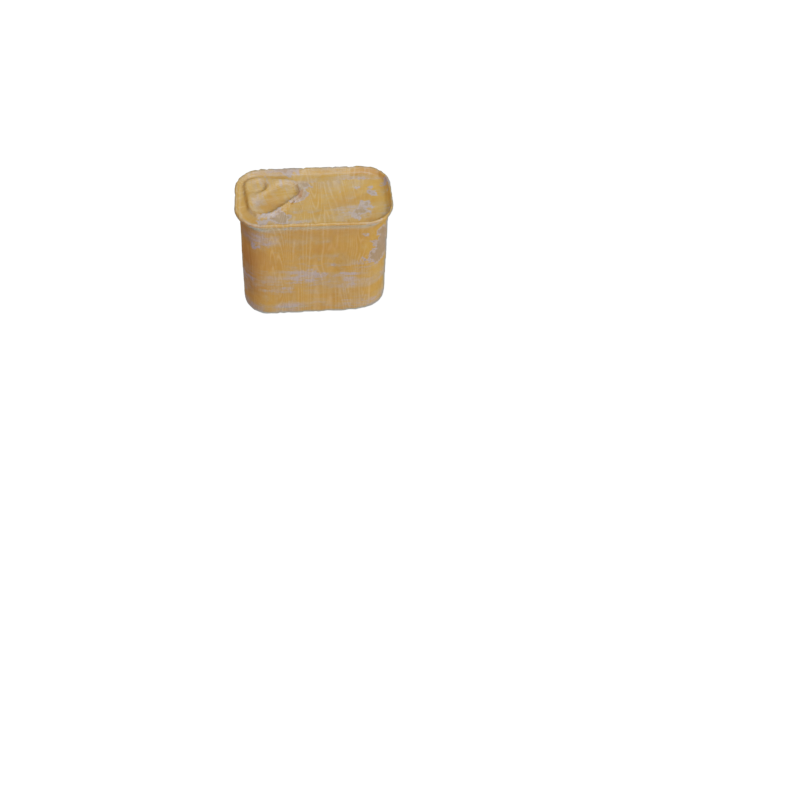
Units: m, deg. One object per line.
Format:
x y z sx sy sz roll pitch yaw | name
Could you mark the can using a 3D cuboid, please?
-0.058 -0.106 0.742 0.101 0.062 0.078 -2 -43 -4 | can
